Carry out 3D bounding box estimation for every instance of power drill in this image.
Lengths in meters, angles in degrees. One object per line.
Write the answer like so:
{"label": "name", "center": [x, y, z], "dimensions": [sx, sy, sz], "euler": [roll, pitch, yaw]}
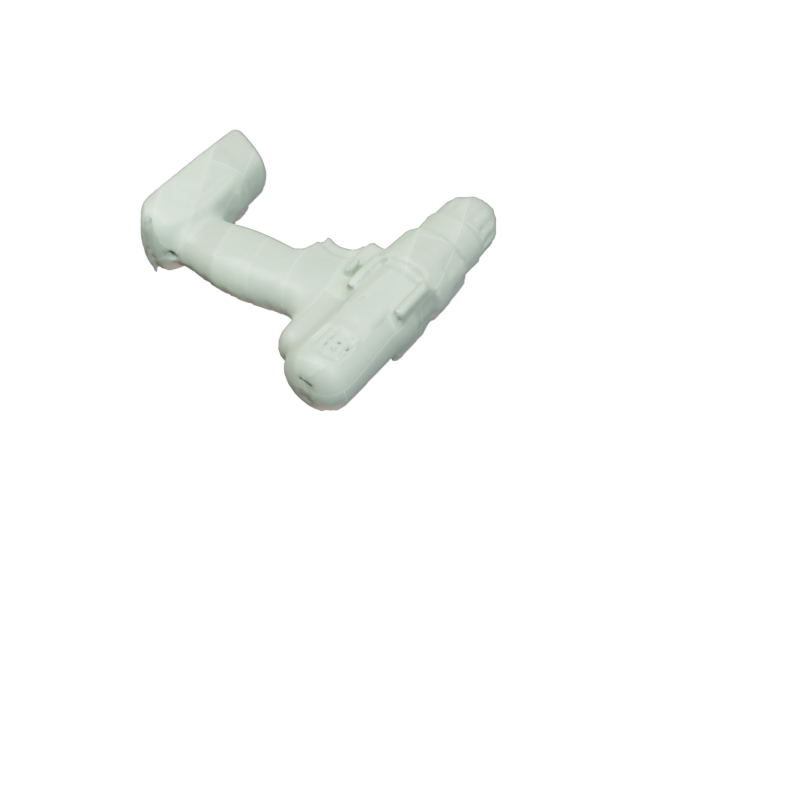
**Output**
{"label": "power drill", "center": [-0.055, -0.100, 0.700], "dimensions": [0.198, 0.053, 0.188], "euler": [30, 55, 23]}
